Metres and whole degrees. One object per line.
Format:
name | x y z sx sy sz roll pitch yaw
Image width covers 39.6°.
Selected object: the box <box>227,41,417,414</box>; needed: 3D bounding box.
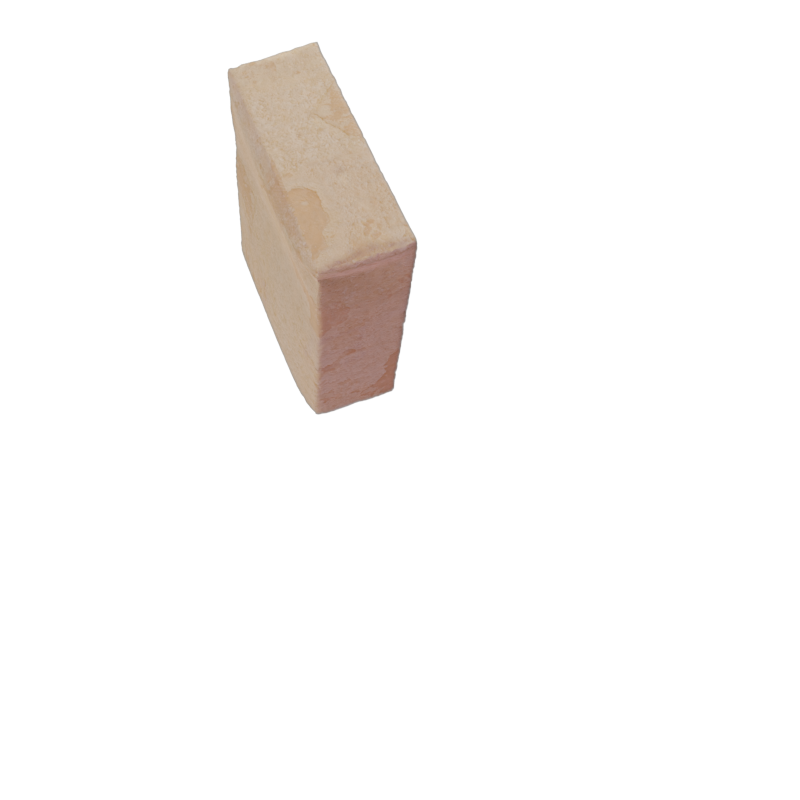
box | -0.059 -0.108 0.754 0.071 0.175 0.202 -19 -24 -12
